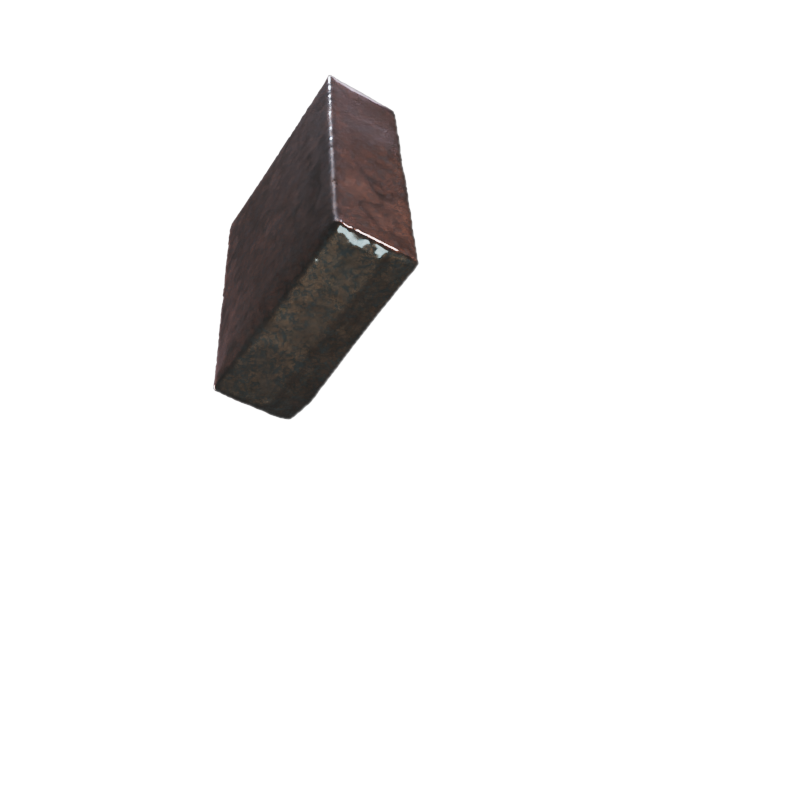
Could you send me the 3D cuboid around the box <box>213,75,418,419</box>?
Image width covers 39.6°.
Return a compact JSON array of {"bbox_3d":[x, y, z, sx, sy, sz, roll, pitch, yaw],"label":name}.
[{"bbox_3d":[-0.064,-0.116,0.816,0.069,0.160,0.229,26,32,-23],"label":"box"}]
